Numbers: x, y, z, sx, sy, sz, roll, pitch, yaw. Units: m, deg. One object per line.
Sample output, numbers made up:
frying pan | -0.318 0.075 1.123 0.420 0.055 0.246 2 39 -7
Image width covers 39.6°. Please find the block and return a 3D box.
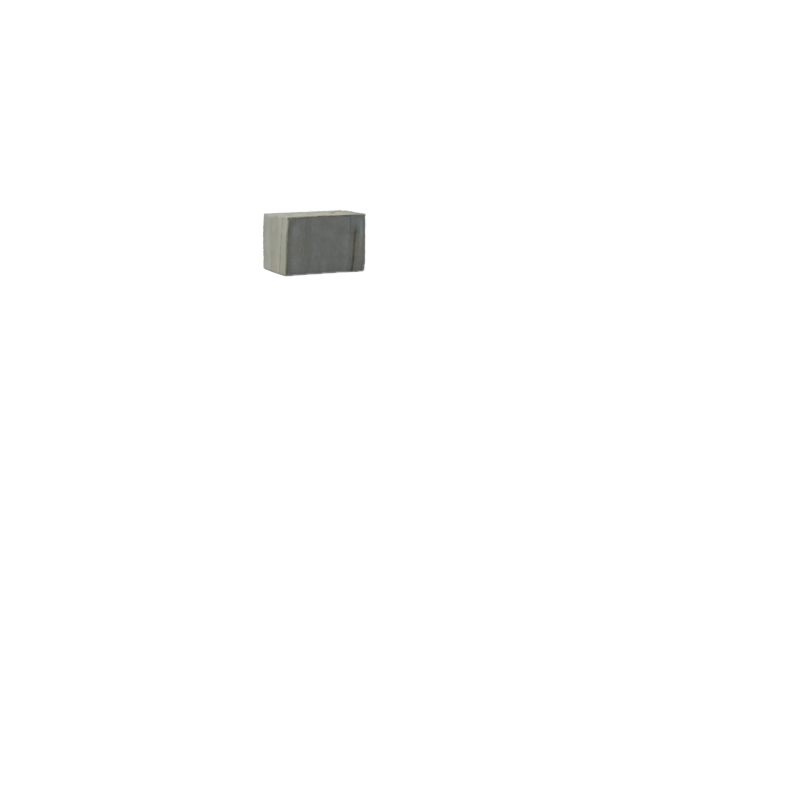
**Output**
block | -0.076 -0.139 0.973 0.076 0.050 0.055 -6 13 -28
